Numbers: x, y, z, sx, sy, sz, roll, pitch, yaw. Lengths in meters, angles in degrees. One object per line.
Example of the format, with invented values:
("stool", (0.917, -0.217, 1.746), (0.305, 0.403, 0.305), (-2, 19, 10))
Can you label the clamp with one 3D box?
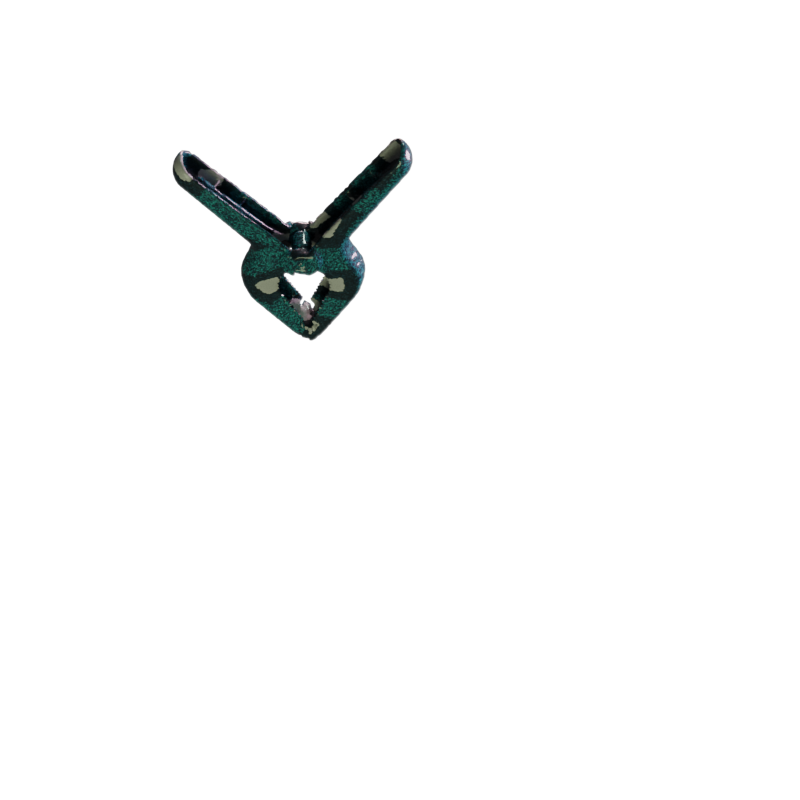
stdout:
("clamp", (-0.065, -0.118, 0.826), (0.166, 0.039, 0.194), (-5, -36, 7))
